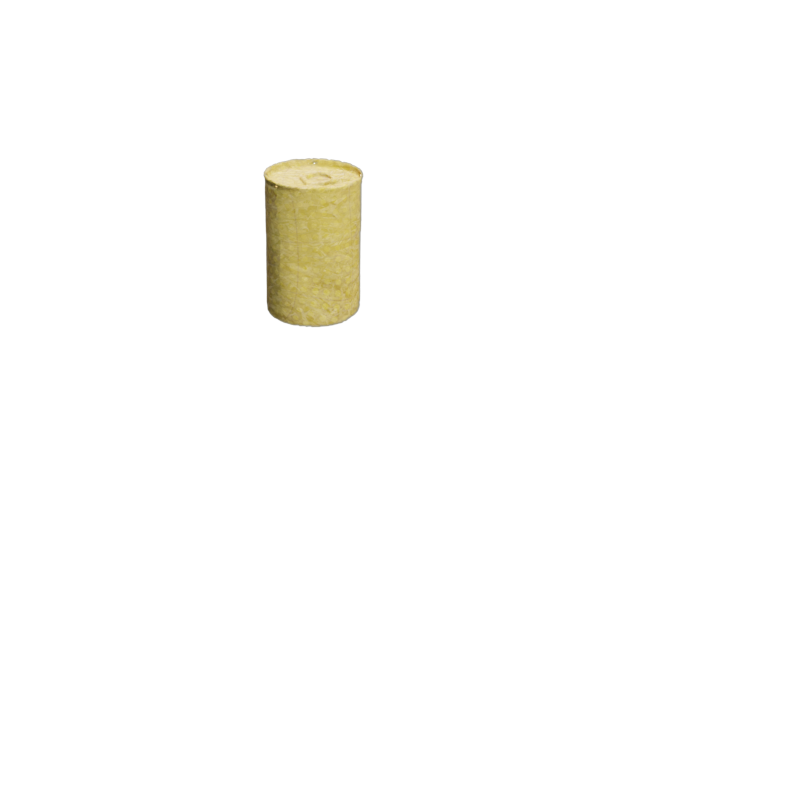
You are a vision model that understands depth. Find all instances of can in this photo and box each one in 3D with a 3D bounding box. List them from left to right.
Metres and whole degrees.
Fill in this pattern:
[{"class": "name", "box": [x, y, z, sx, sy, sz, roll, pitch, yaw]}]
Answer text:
[{"class": "can", "box": [-0.061, -0.110, 0.774, 0.068, 0.097, 0.072, 0, 24, -2]}]
